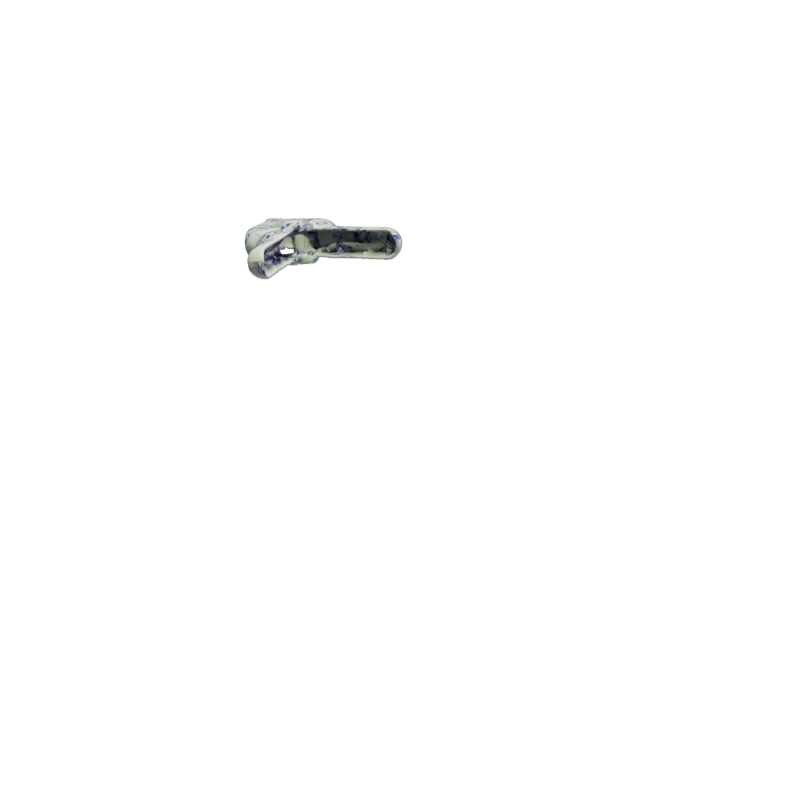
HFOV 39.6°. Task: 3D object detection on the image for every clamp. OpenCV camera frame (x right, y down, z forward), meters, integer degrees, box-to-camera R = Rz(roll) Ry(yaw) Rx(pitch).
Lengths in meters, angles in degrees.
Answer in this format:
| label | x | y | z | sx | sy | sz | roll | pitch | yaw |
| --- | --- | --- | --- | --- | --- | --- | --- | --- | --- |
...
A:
| label | x | y | z | sx | sy | sz | roll | pitch | yaw |
| --- | --- | --- | --- | --- | --- | --- | --- | --- | --- |
| clamp | -0.070 | -0.129 | 0.900 | 0.119 | 0.038 | 0.179 | -3 | 17 | -11 |
